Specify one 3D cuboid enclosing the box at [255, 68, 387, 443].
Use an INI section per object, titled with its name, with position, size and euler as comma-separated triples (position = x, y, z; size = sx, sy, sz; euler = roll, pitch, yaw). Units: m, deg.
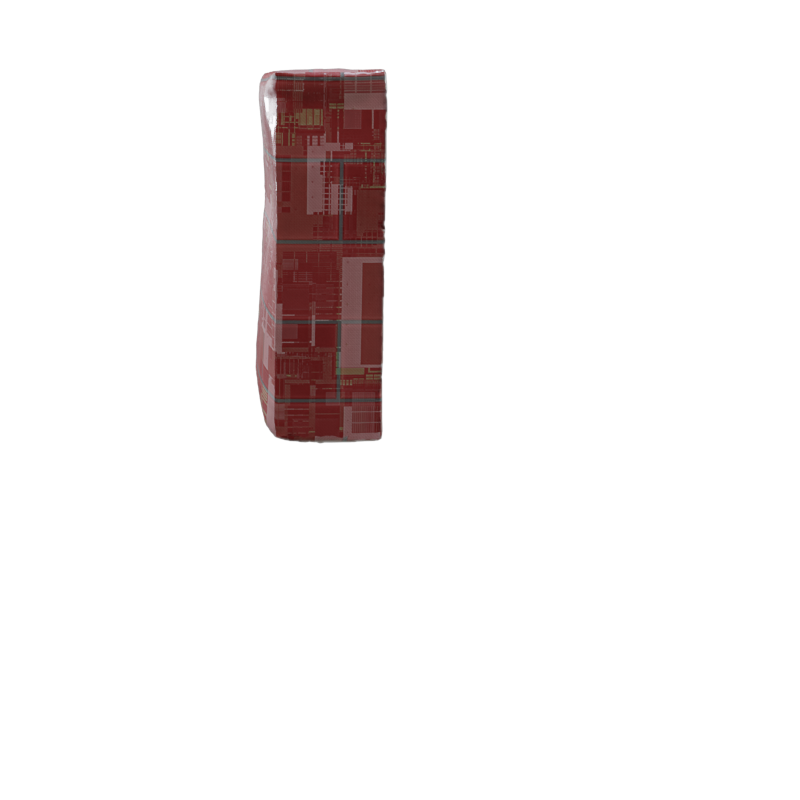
[box]
position = -0.055, -0.100, 0.697
size = 0.071, 0.209, 0.170
euler = -1, 11, -9
